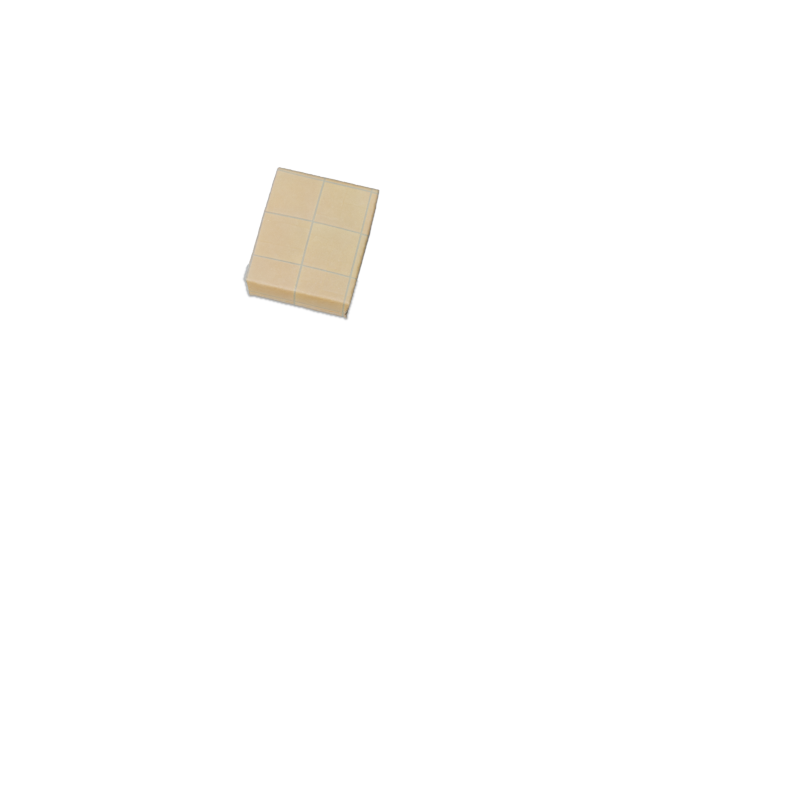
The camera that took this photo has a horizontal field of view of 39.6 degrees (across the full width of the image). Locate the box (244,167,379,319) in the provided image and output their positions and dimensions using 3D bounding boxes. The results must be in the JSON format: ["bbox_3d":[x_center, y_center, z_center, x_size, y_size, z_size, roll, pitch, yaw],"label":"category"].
[{"bbox_3d":[-0.073,-0.133,0.932,0.091,0.118,0.037,12,-22,4],"label":"box"}]
